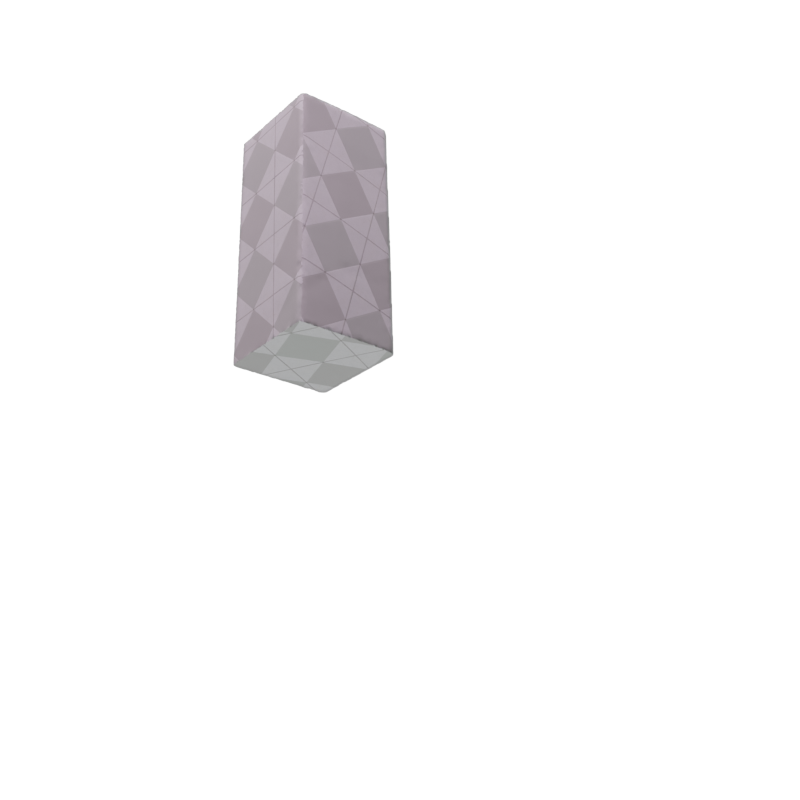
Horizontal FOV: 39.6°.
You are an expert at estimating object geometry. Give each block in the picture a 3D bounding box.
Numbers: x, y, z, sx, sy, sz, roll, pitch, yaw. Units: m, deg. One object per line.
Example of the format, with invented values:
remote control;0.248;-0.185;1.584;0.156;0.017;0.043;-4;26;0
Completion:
block;-0.068;-0.125;0.878;0.085;0.219;0.090;20;-36;-34
